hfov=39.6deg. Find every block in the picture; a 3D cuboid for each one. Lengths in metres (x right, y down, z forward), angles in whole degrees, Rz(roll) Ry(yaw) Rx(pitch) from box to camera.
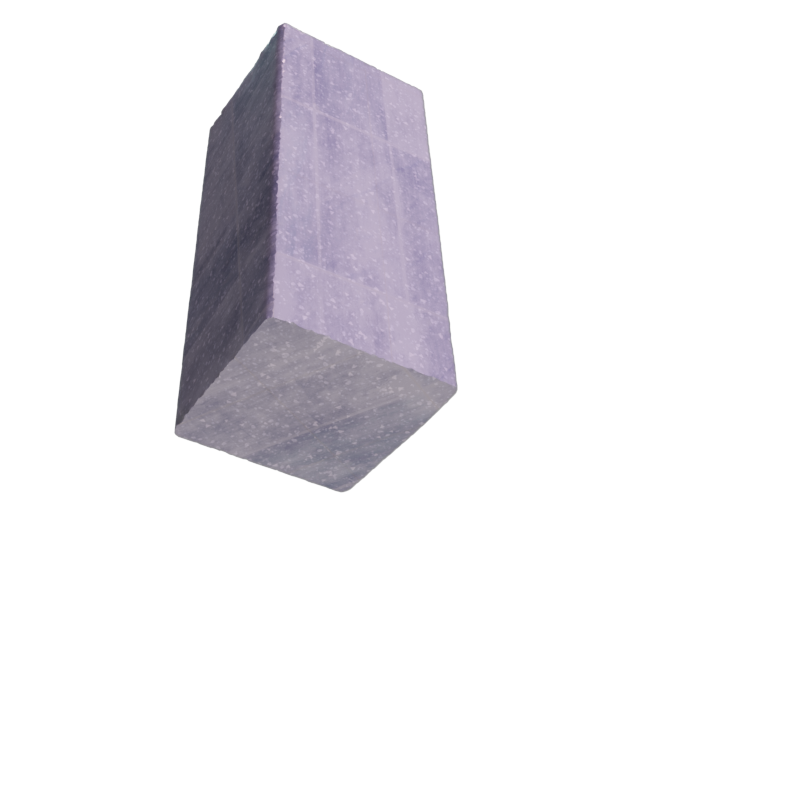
[{"bbox_3d":[-0.042,-0.076,0.534,0.087,0.221,0.088,22,-48,-25],"label":"block"}]
